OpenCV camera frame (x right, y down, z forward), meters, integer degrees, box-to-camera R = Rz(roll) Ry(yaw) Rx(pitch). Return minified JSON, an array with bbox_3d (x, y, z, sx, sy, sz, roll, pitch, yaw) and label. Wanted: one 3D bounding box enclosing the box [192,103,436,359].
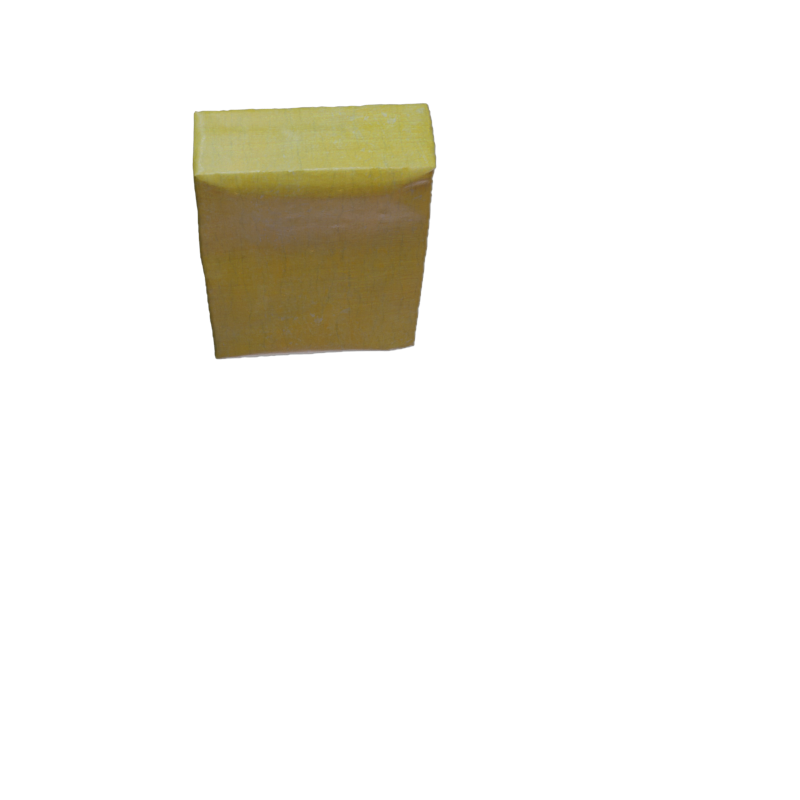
[{"bbox_3d":[-0.064,-0.117,0.821,0.163,0.077,0.200,-2,-34,-4],"label":"box"}]
